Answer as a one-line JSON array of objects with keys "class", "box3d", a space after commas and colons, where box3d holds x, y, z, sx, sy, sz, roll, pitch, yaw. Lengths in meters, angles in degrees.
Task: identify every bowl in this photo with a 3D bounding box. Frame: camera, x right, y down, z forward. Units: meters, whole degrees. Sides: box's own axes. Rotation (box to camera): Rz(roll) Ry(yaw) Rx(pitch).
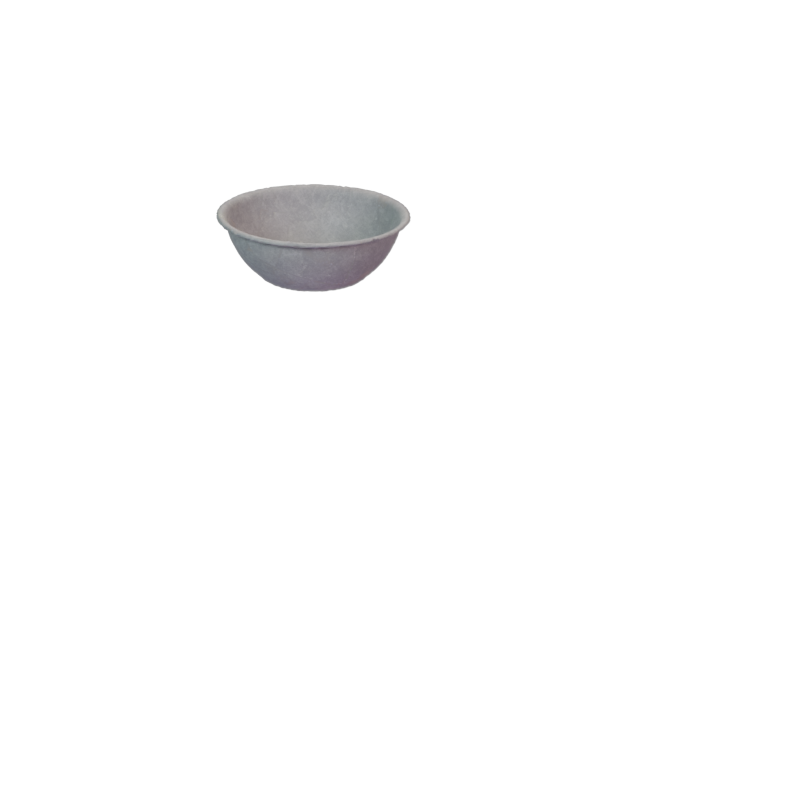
[{"class": "bowl", "box3d": [-0.073, -0.133, 0.931, 0.162, 0.052, 0.171, -1, 26, -2]}]
